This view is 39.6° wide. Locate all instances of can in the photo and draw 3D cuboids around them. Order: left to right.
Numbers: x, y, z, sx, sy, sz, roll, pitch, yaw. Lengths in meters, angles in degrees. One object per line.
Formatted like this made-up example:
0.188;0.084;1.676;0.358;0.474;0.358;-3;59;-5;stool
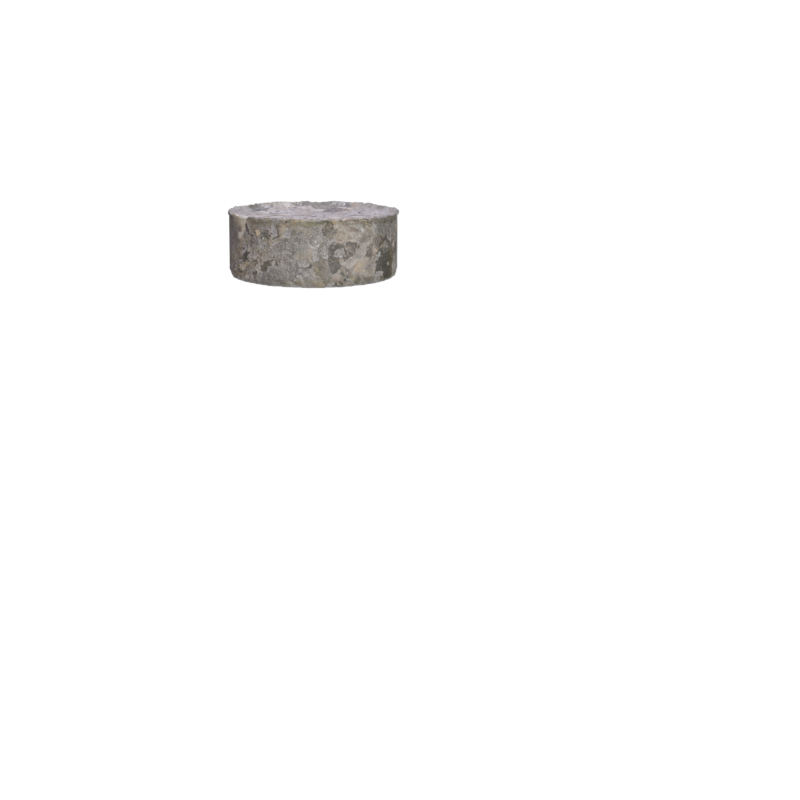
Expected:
-0.044;-0.080;0.558;0.086;0.033;0.088;0;15;-2;can
